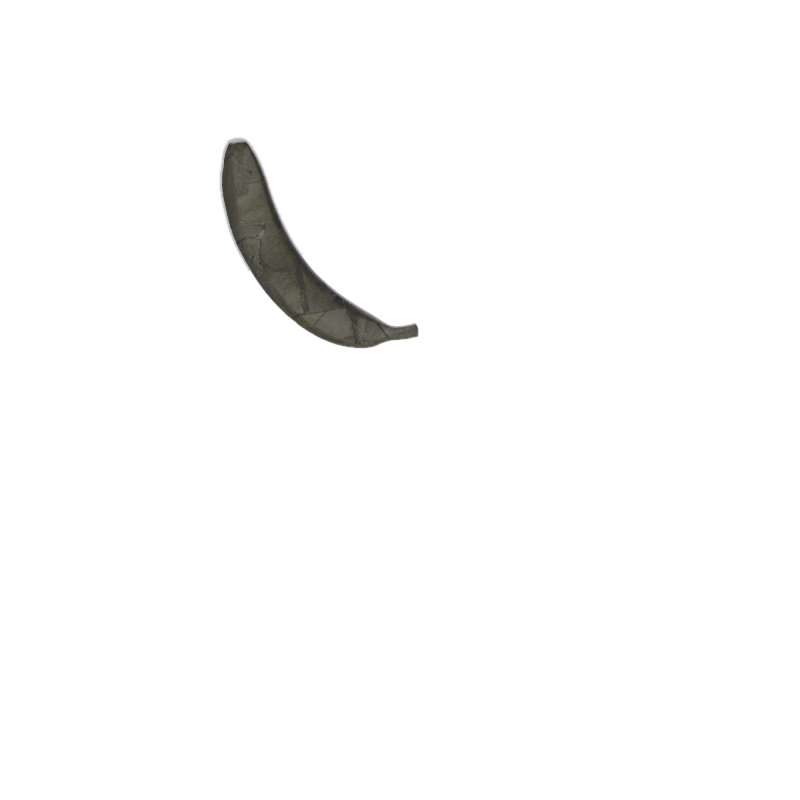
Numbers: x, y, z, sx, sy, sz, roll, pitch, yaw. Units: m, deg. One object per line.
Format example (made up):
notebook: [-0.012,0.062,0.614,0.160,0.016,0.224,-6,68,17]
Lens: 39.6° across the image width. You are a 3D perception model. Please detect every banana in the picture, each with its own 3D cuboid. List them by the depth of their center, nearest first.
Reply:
banana: [-0.075,-0.101,0.813,0.069,0.191,0.038,-41,13,12]
